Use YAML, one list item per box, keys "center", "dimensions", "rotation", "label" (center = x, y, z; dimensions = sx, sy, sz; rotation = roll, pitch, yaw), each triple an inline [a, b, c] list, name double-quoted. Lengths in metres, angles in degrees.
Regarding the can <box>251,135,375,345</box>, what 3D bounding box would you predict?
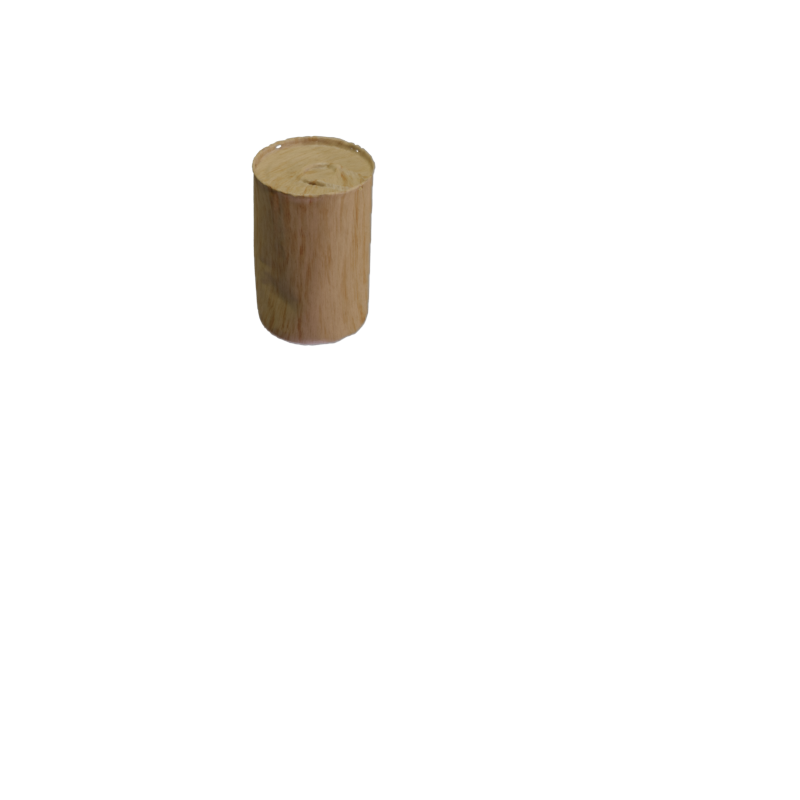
- center: [-0.050, -0.091, 0.635]
  dimensions: [0.068, 0.096, 0.073]
  rotation: [0, 36, -3]
  label: "can"
